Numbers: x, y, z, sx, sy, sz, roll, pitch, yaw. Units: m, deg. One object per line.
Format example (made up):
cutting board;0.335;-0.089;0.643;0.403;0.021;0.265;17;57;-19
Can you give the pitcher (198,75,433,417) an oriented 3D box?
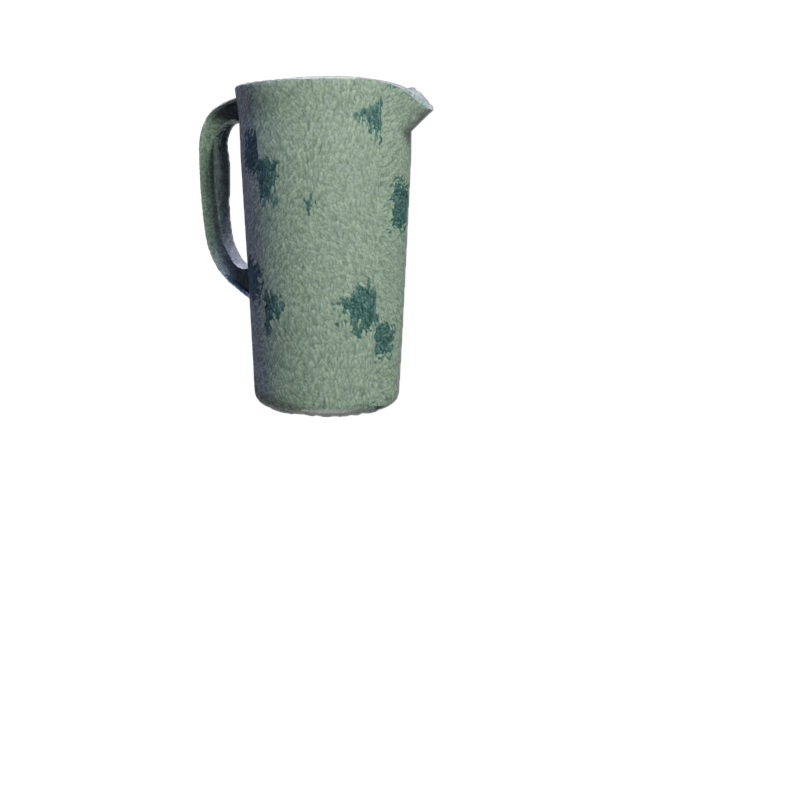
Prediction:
pitcher;-0.065;-0.118;0.824;0.141;0.241;0.154;-2;5;-21
